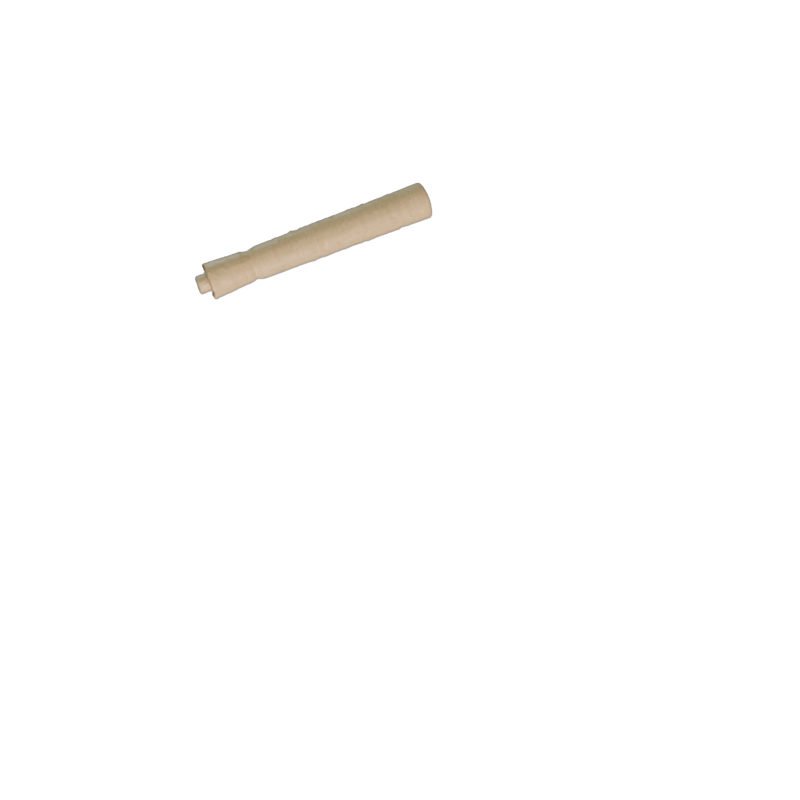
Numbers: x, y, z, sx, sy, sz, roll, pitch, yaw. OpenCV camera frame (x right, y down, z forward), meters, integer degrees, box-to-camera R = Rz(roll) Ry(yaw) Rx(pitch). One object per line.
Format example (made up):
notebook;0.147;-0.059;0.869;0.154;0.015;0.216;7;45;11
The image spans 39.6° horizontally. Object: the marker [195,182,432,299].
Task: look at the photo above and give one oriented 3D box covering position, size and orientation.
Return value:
marker;-0.043;-0.078;0.543;0.120;0.019;0.020;-22;8;-10
